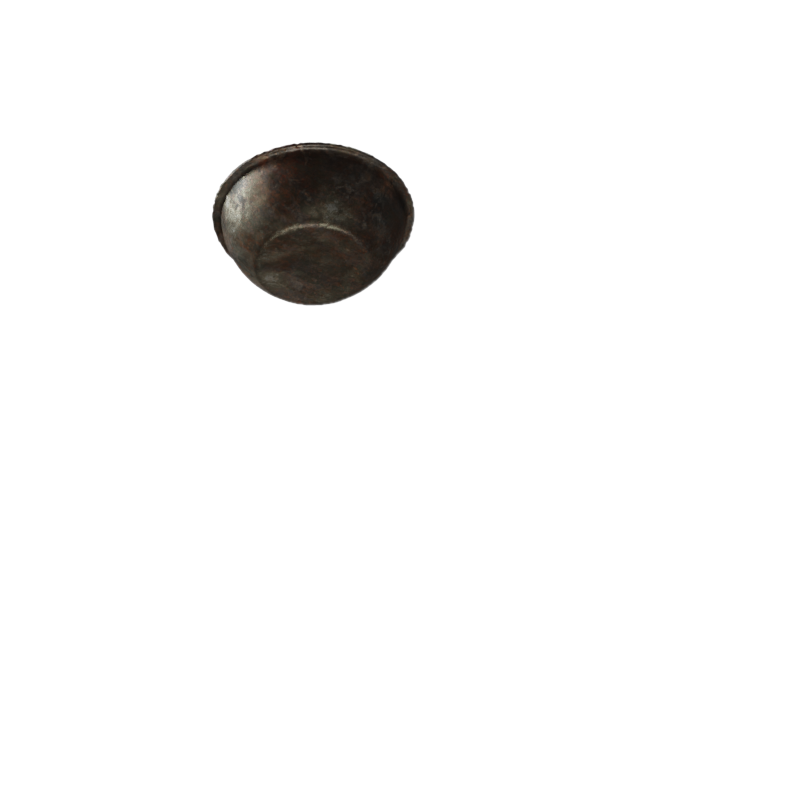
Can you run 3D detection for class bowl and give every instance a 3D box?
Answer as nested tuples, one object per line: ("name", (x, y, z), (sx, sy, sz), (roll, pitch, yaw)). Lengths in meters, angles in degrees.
("bowl", (-0.068, -0.124, 0.868), (0.162, 0.059, 0.151), (1, -41, -1))
